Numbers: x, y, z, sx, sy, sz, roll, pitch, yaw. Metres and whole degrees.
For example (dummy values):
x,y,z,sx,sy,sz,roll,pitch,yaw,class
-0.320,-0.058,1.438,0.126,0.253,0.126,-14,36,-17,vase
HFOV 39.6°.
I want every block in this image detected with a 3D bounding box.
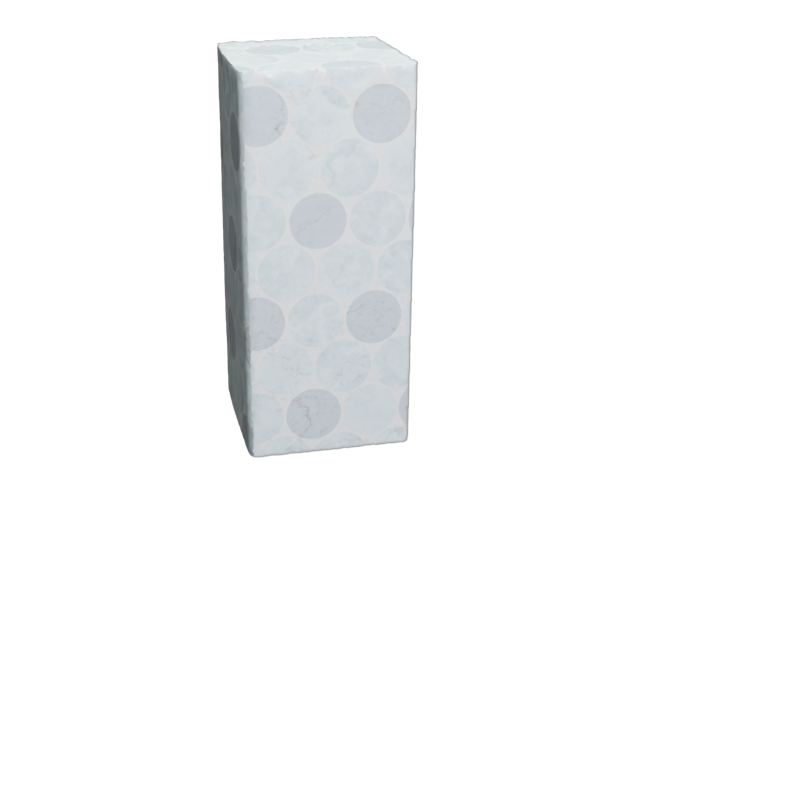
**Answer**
x,y,z,sx,sy,sz,roll,pitch,yaw,class
-0.047,-0.085,0.598,0.089,0.197,0.096,-4,22,-13,block
